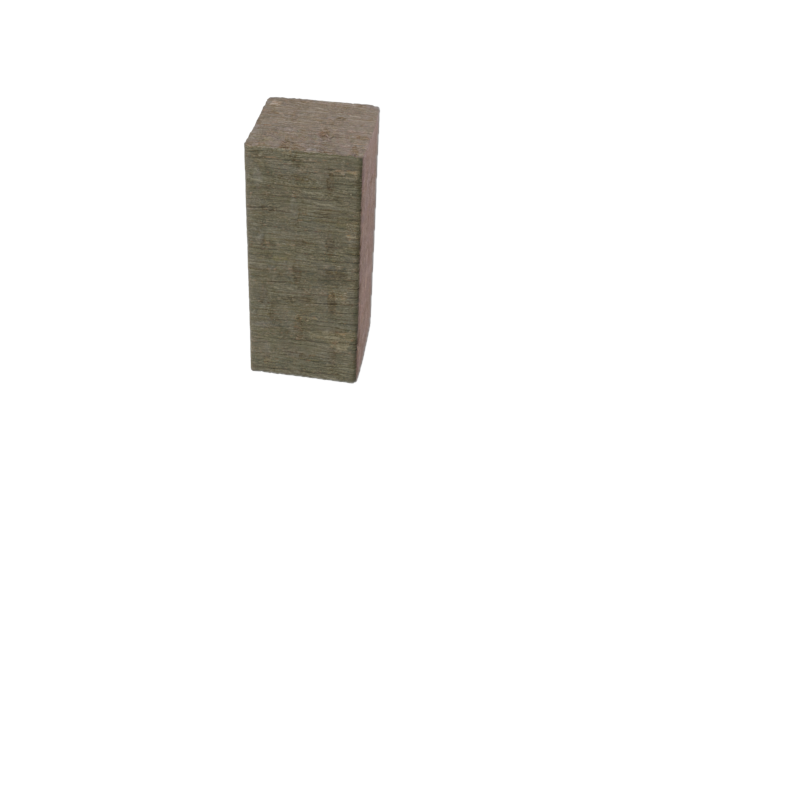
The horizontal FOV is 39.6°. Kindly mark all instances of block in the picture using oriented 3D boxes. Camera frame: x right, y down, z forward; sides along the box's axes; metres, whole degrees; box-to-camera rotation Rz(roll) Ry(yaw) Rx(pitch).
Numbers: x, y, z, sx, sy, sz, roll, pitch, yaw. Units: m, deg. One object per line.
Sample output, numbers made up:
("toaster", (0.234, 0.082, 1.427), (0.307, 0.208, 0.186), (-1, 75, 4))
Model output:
("block", (-0.069, -0.126, 0.881), (0.092, 0.193, 0.095), (7, 35, 6))
